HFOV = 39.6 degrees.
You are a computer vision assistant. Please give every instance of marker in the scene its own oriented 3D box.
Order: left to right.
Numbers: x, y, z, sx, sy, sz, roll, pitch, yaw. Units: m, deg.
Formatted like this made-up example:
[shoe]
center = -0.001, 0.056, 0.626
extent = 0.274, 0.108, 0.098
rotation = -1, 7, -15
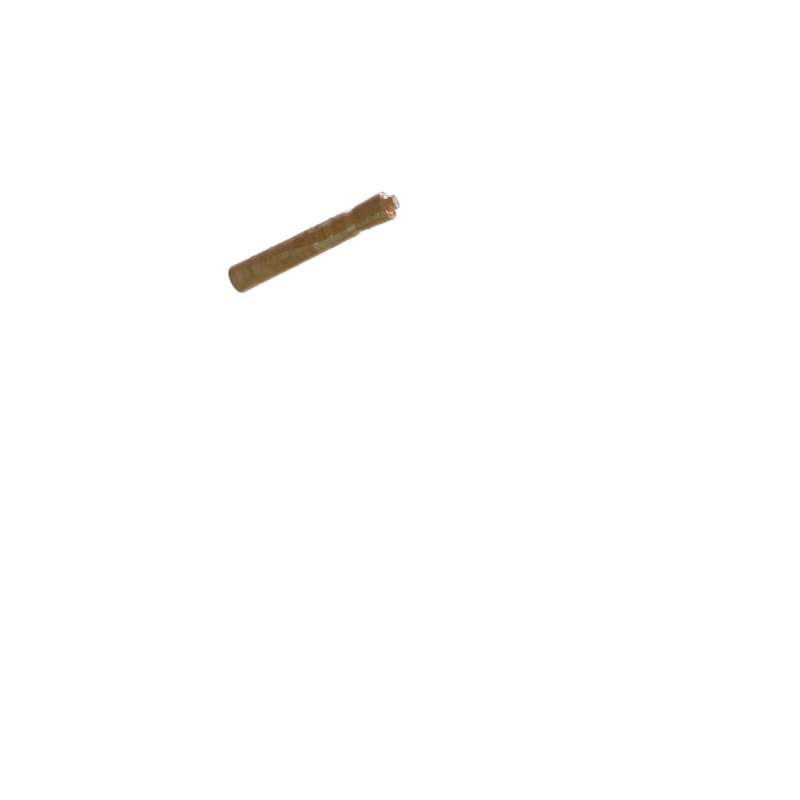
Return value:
[marker]
center = -0.054, -0.099, 0.691
extent = 0.121, 0.020, 0.019
rotation = -23, -6, 23
